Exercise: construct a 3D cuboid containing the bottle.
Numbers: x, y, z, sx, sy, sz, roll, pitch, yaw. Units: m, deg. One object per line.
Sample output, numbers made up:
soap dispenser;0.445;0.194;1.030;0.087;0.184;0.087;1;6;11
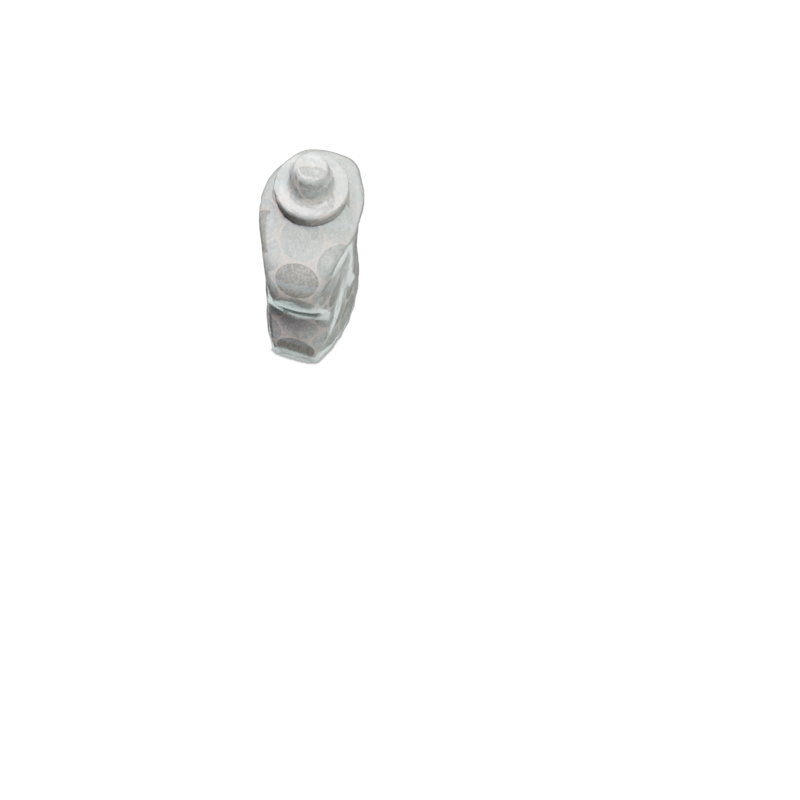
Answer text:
bottle;-0.053;-0.095;0.667;0.059;0.100;0.183;16;-19;1
